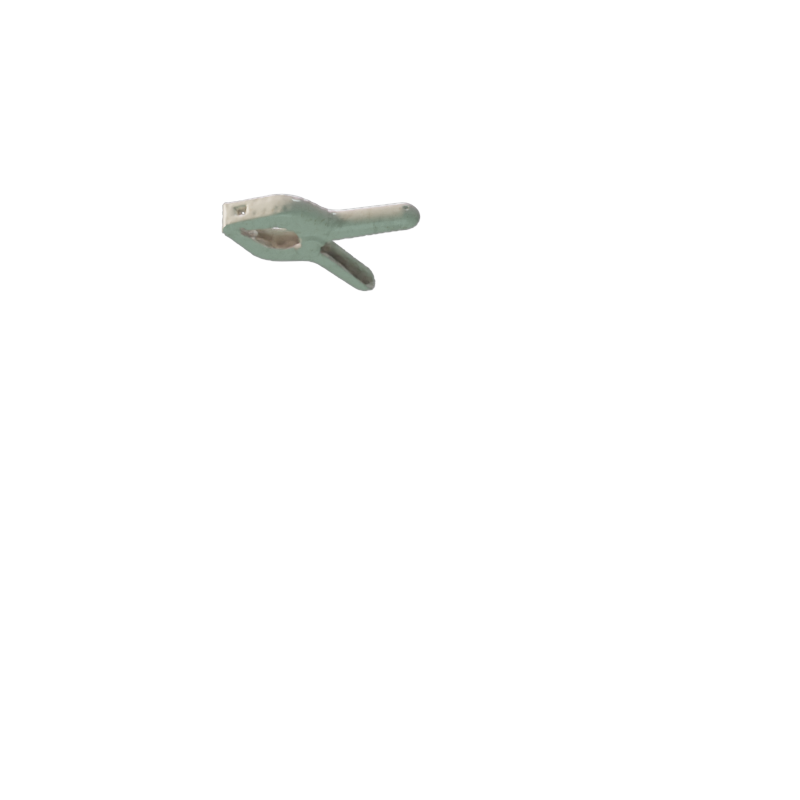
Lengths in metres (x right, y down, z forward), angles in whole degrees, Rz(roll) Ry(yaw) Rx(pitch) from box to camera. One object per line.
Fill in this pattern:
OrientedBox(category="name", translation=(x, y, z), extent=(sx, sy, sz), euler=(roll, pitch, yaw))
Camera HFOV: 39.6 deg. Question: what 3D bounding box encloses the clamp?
OrientedBox(category="clamp", translation=(-0.078, -0.142, 0.997), extent=(0.169, 0.042, 0.113), euler=(7, -39, -9))
